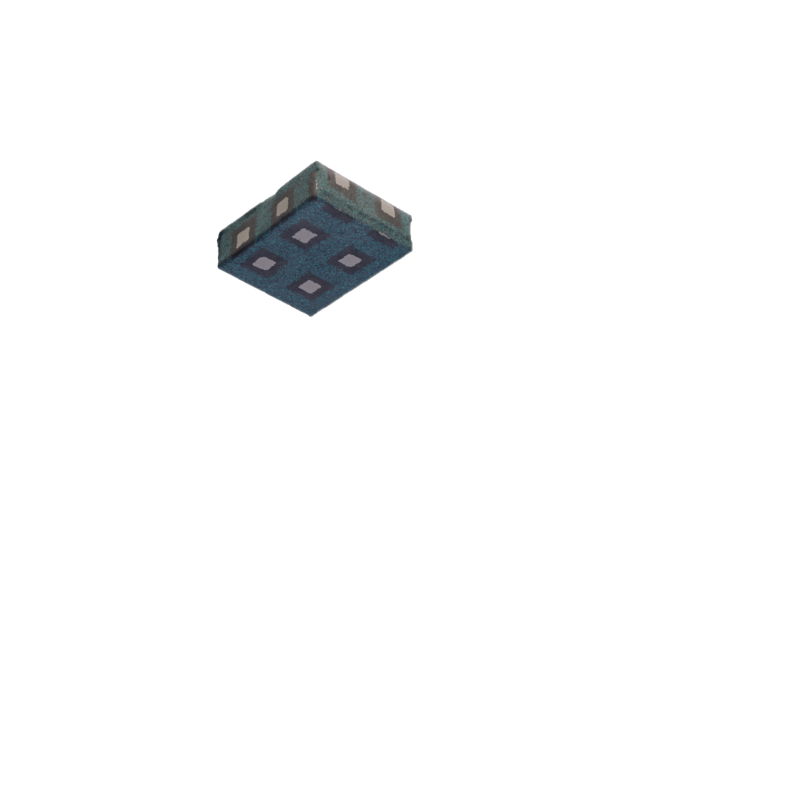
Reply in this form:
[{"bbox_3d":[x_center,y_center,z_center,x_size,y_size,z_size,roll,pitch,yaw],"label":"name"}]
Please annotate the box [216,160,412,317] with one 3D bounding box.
[{"bbox_3d":[-0.049,-0.090,0.628,0.069,0.032,0.089,27,-41,-36],"label":"box"}]
